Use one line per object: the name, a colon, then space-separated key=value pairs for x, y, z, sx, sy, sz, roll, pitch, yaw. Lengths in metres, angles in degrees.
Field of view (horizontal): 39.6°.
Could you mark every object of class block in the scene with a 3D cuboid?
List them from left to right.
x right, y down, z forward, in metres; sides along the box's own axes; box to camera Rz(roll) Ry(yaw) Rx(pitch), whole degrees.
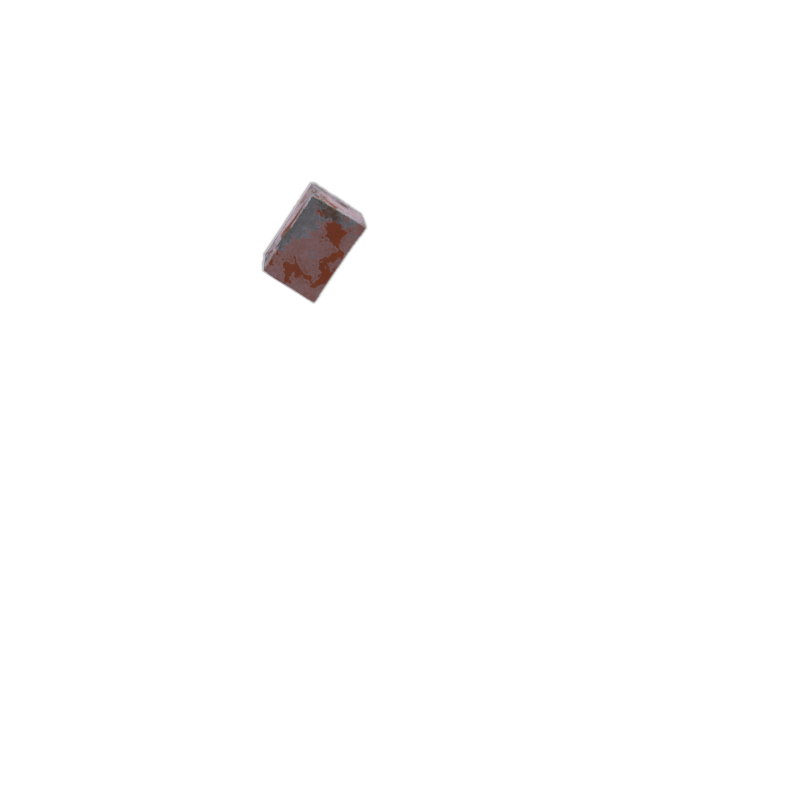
block: x=-0.072 y=-0.131 z=0.916 sx=0.051 sy=0.077 sz=0.054 roll=33 pitch=15 yaw=-13
